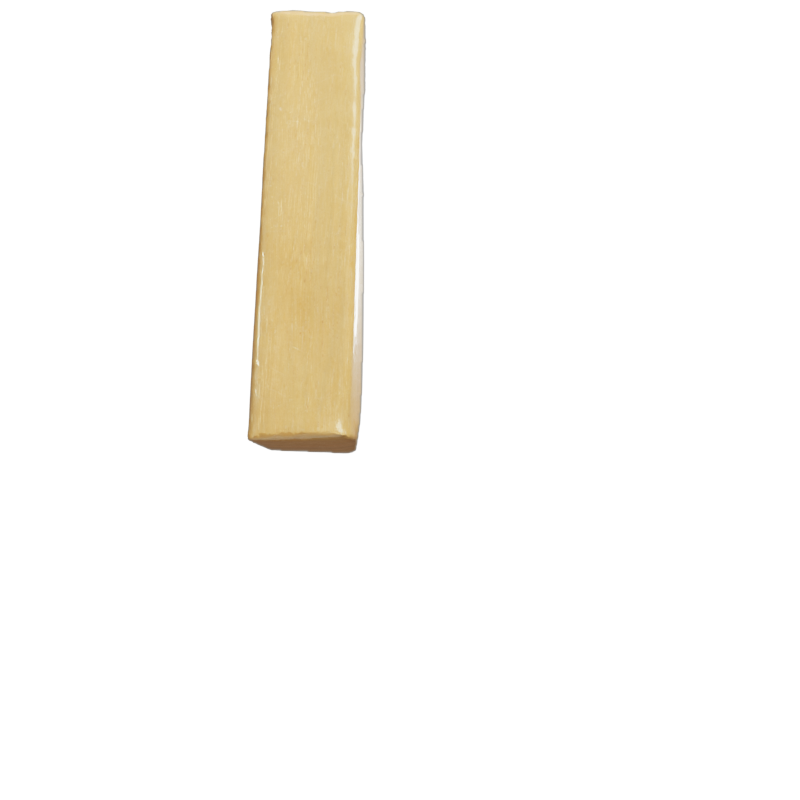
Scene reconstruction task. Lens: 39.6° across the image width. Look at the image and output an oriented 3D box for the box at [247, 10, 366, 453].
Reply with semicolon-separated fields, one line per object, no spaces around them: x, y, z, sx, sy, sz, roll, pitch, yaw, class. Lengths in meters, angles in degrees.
-0.038;-0.068;0.479;0.048;0.182;0.090;-1;-12;-1;box
